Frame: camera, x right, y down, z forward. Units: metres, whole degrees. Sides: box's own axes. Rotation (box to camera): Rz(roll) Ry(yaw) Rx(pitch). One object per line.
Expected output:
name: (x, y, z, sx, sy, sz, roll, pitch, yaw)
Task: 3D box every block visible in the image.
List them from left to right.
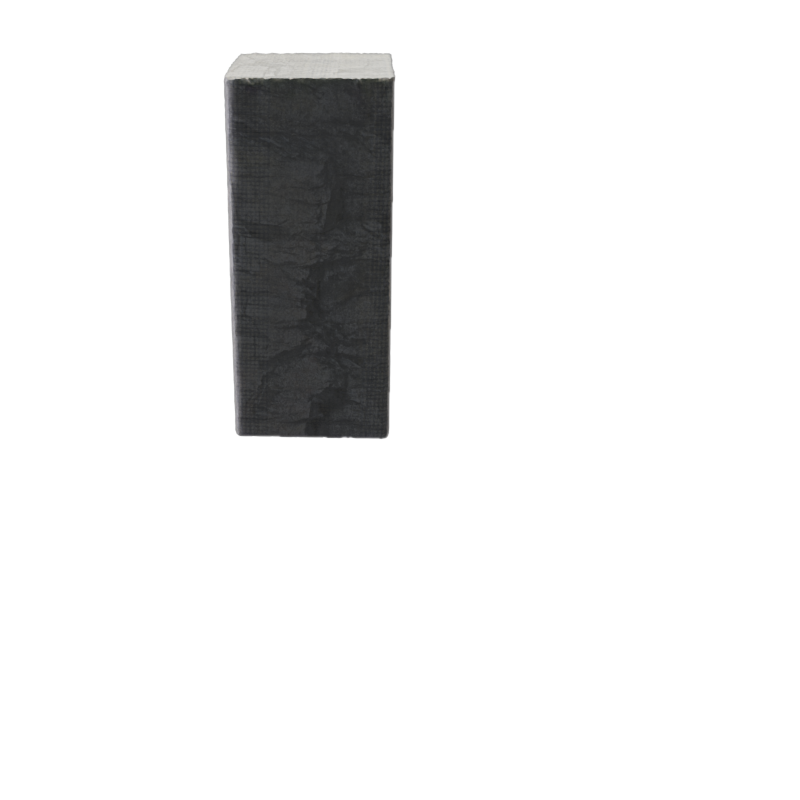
block: (-0.050, -0.091, 0.639, 0.091, 0.197, 0.094, 1, 20, 0)
